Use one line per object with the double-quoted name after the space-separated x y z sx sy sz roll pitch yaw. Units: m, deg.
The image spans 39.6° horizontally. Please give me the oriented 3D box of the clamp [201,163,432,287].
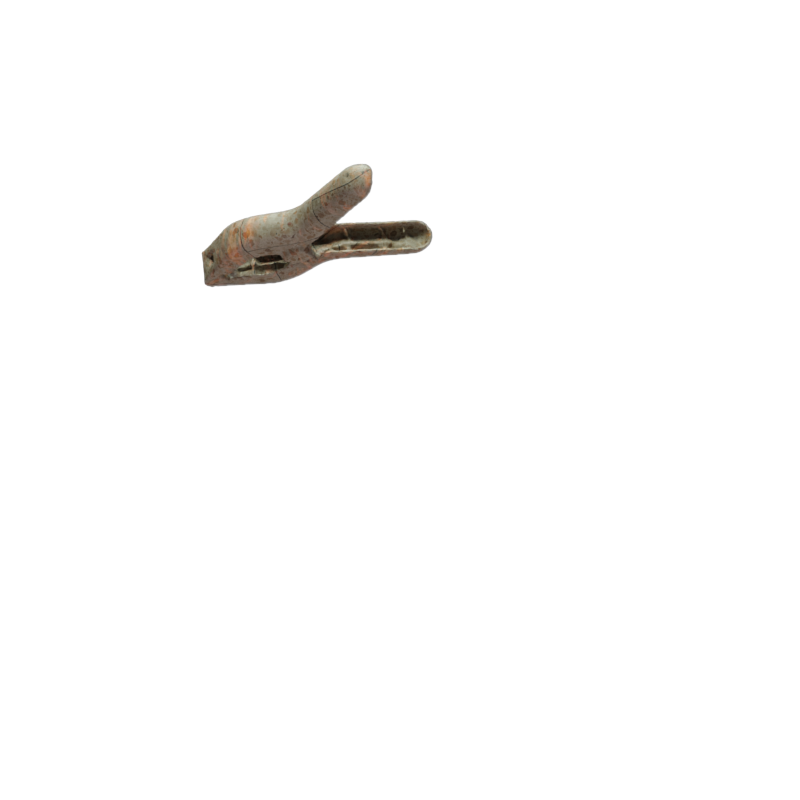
-0.064 -0.117 0.818 0.174 0.042 0.112 -16 -29 30 "clamp"
